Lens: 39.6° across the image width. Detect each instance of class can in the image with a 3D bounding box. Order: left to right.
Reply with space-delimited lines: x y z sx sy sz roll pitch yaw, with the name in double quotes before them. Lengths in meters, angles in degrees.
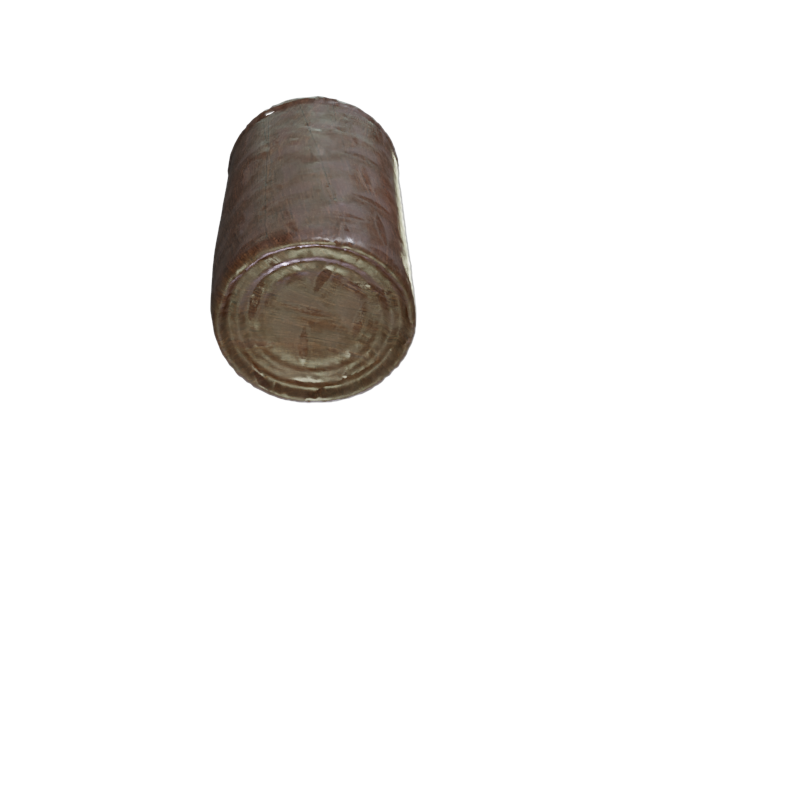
"can" -0.031 -0.057 0.396 0.068 0.064 0.109 -1 37 -3
